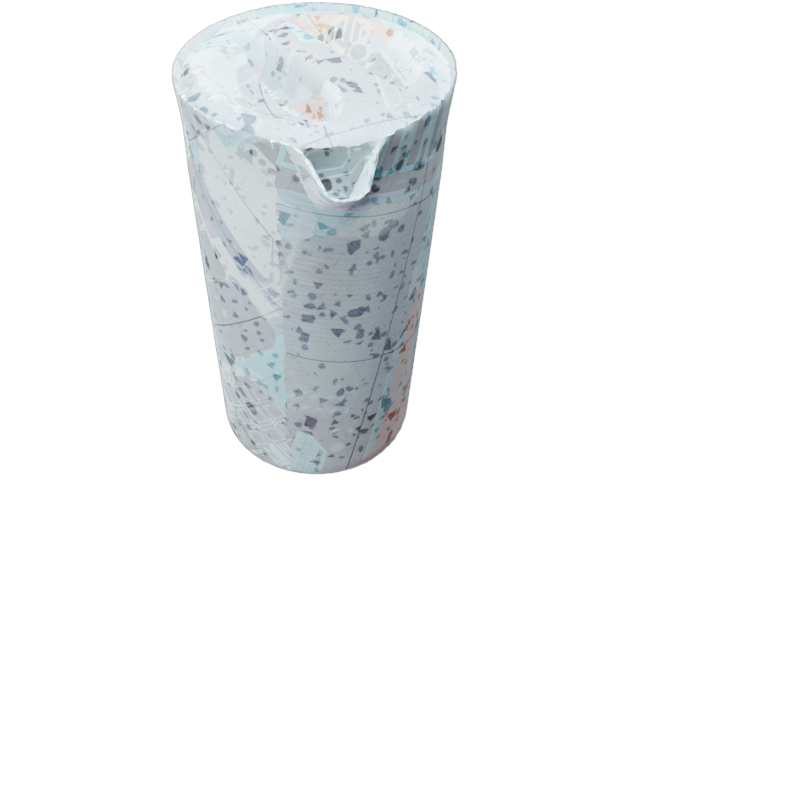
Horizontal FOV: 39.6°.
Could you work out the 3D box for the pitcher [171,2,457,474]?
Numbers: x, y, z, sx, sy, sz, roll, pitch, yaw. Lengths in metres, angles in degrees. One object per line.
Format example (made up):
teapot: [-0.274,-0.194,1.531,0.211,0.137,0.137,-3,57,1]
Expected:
pitcher: [-0.047,-0.085,0.597,0.152,0.227,0.152,24,46,22]
